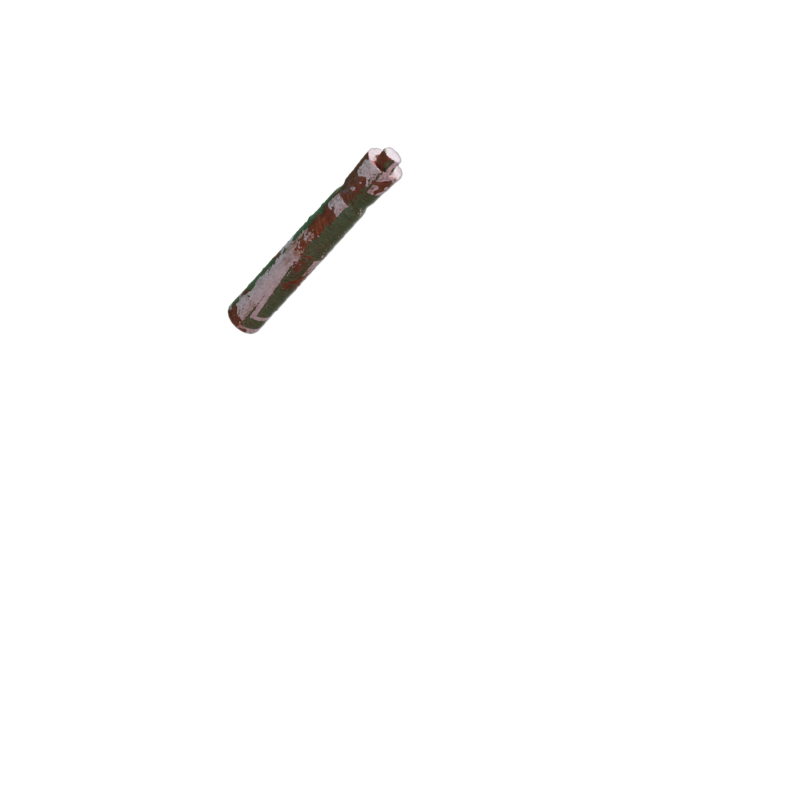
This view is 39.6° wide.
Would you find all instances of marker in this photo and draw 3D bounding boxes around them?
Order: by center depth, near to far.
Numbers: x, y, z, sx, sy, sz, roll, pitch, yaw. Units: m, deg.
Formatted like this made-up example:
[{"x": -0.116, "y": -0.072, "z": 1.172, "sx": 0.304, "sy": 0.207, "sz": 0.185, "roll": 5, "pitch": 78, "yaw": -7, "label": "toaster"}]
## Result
[{"x": -0.040, "y": -0.073, "z": 0.508, "sx": 0.019, "sy": 0.021, "sz": 0.118, "roll": -3, "pitch": -32, "yaw": -50, "label": "marker"}]
